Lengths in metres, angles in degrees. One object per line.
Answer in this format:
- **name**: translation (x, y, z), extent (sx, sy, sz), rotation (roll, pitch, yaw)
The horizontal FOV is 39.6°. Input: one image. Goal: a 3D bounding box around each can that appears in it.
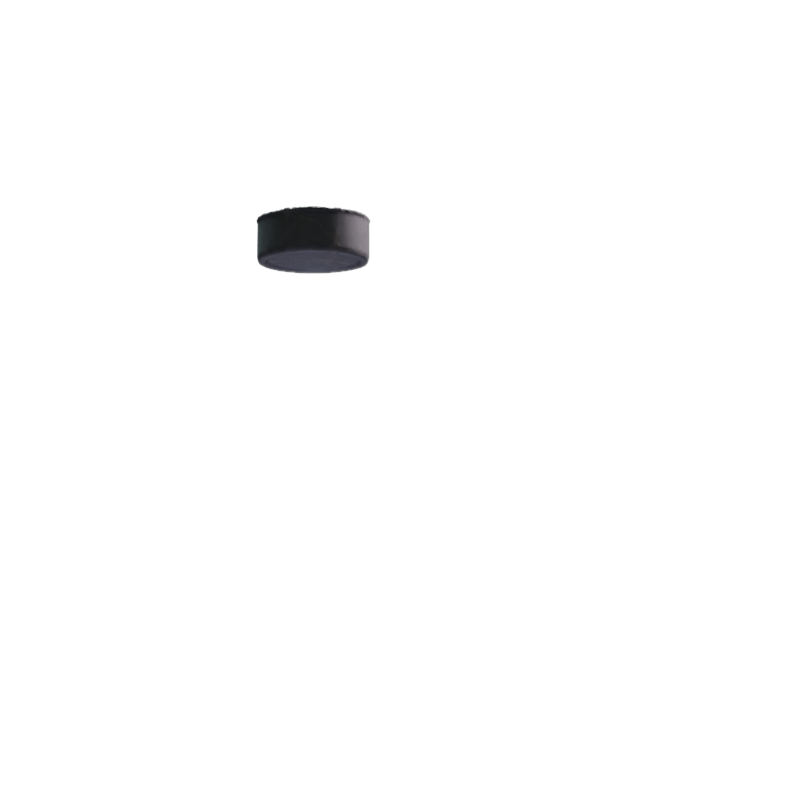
- **can**: translation (-0.065, -0.119, 0.834), extent (0.086, 0.034, 0.084), rotation (0, -6, -2)
